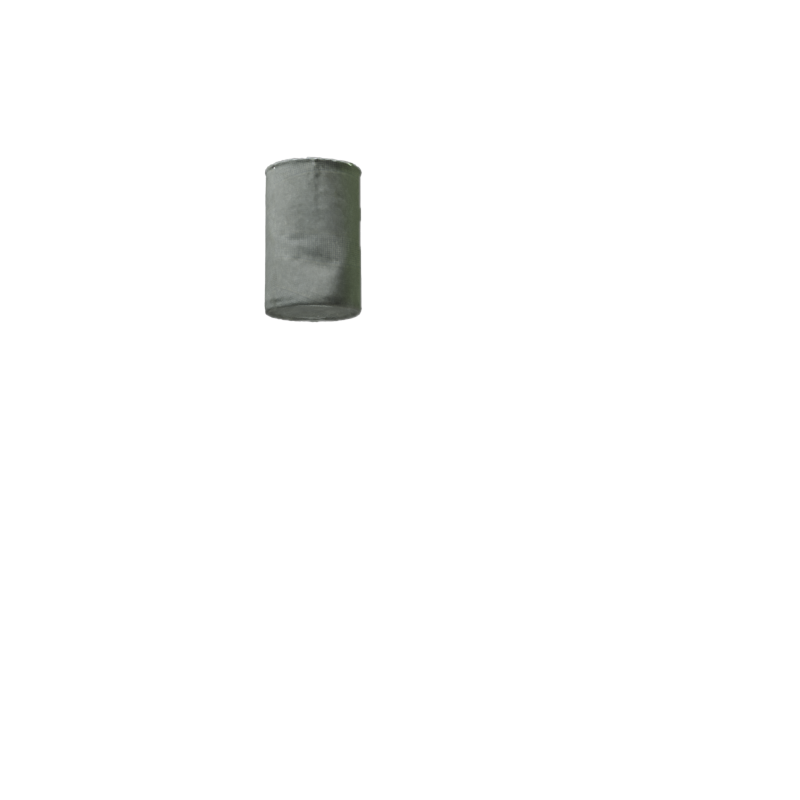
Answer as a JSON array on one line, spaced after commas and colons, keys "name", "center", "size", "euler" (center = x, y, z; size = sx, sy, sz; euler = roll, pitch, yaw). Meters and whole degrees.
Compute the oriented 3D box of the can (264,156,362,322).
[{"name": "can", "center": [-0.060, -0.109, 0.766], "size": [0.068, 0.105, 0.067], "euler": [0, -11, -2]}]
